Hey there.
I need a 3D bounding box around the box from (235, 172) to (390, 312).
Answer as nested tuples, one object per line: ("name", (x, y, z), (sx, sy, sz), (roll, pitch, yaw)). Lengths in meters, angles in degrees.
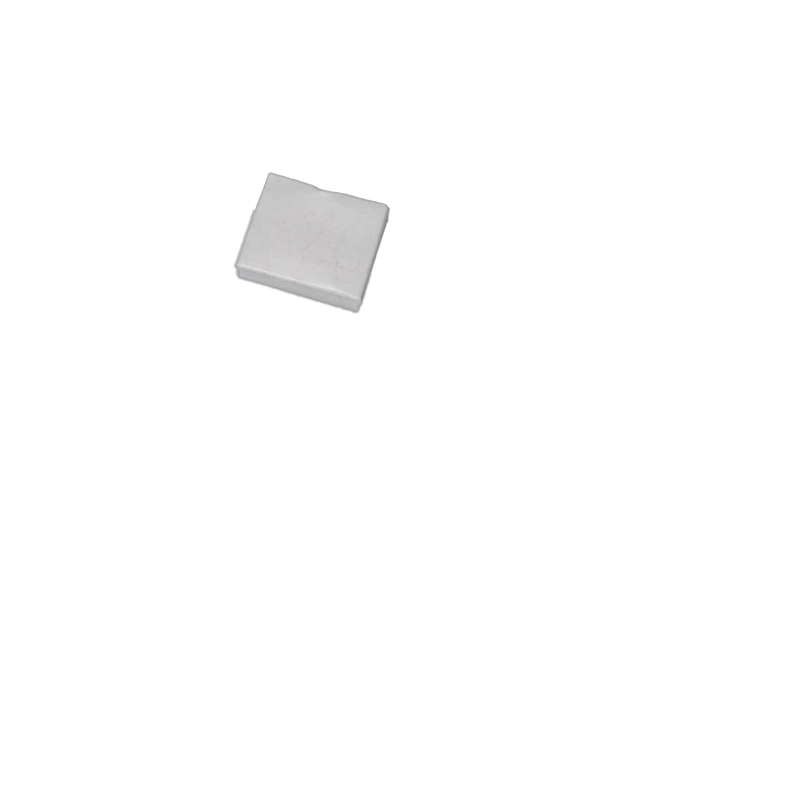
("box", (-0.059, -0.109, 0.760), (0.090, 0.076, 0.029), (16, -19, 5))
